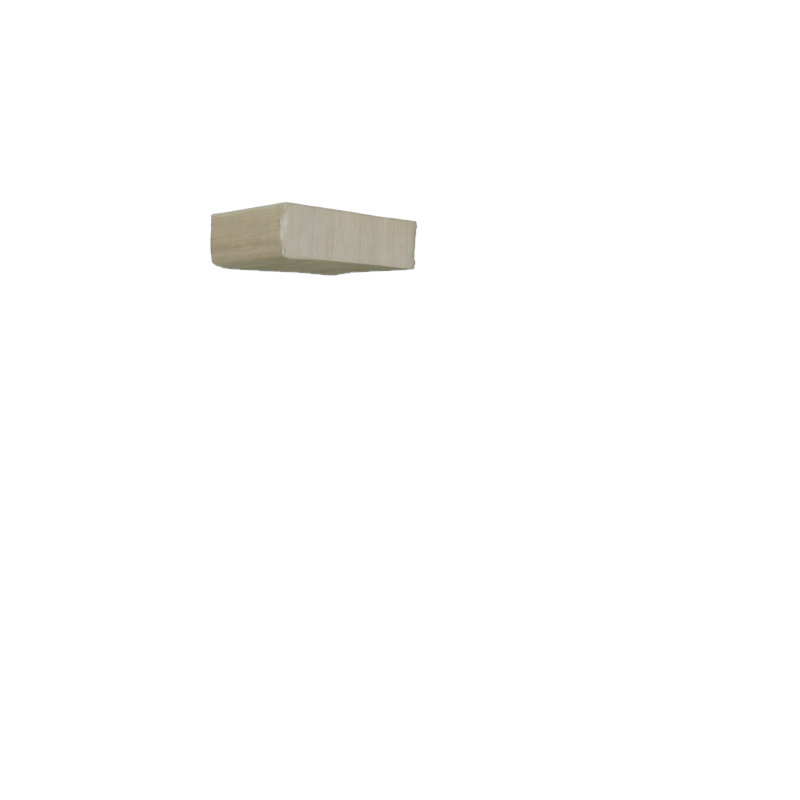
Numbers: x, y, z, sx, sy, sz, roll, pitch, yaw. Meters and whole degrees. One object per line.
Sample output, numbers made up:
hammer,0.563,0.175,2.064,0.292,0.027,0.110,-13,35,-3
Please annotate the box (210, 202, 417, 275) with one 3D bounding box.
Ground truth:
box,-0.059,-0.107,0.752,0.109,0.039,0.093,-1,1,-39
